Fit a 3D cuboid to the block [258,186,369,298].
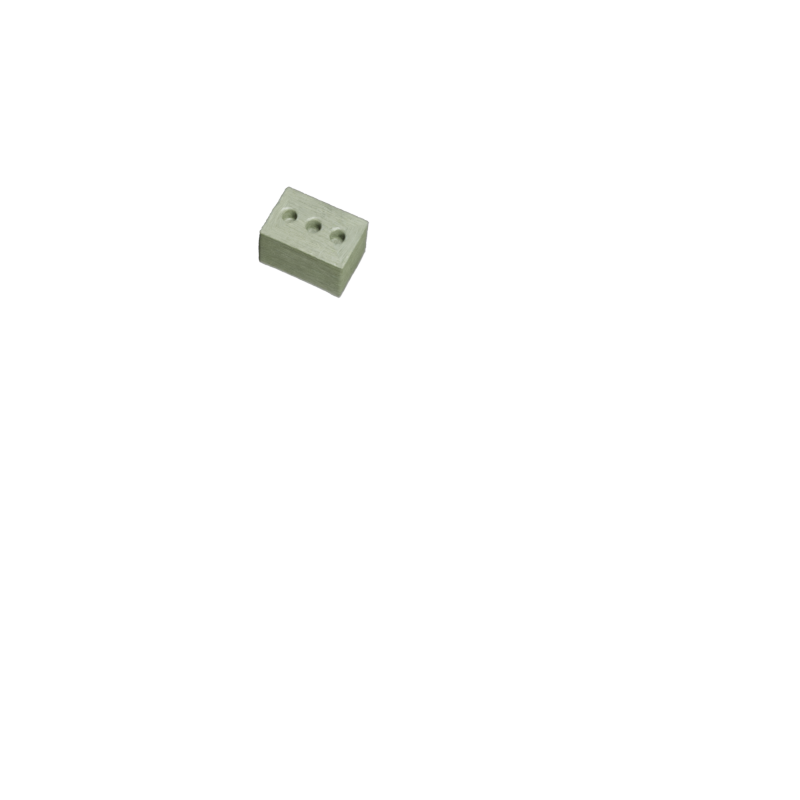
[{"bbox_3d":[-0.072,-0.131,0.917,0.080,0.054,0.048,24,-26,11],"label":"block"}]
